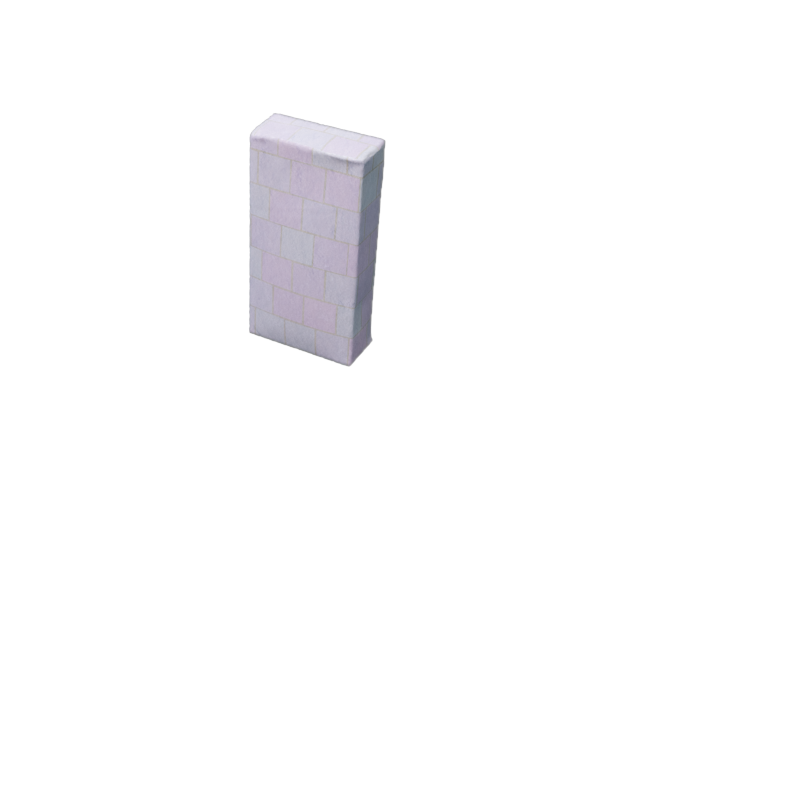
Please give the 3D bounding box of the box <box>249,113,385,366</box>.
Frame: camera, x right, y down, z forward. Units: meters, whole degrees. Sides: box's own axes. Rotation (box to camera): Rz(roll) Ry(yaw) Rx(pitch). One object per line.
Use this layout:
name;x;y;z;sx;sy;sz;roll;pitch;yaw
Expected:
box;-0.065;-0.118;0.824;0.097;0.165;0.049;18;38;21
